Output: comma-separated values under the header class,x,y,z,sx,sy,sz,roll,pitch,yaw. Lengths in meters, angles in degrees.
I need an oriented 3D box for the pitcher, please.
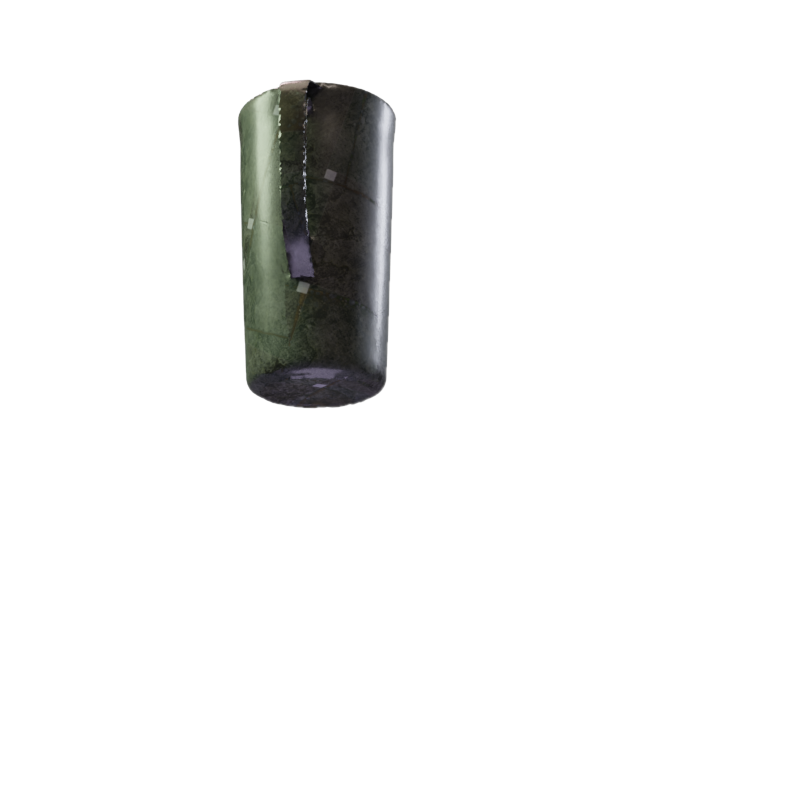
class,x,y,z,sx,sy,sz,roll,pitch,yaw
pitcher,-0.069,-0.126,0.883,0.141,0.255,0.145,14,-26,-36
